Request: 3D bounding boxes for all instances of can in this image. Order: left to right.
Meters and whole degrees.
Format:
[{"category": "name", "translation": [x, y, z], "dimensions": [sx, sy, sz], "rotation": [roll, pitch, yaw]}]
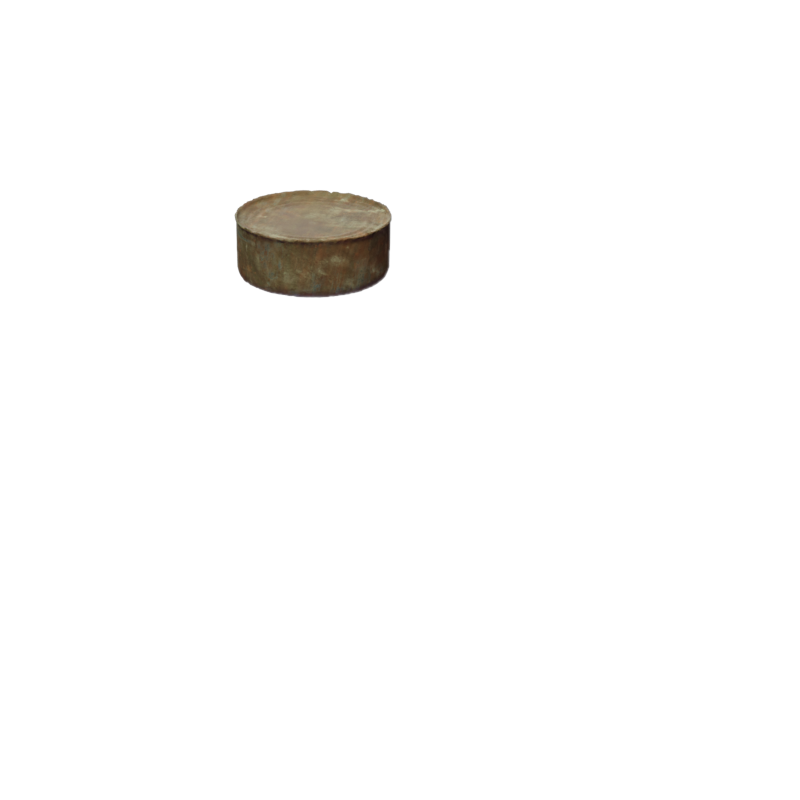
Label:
[{"category": "can", "translation": [-0.048, -0.087, 0.610], "dimensions": [0.086, 0.032, 0.091], "rotation": [-1, 26, -2]}]
